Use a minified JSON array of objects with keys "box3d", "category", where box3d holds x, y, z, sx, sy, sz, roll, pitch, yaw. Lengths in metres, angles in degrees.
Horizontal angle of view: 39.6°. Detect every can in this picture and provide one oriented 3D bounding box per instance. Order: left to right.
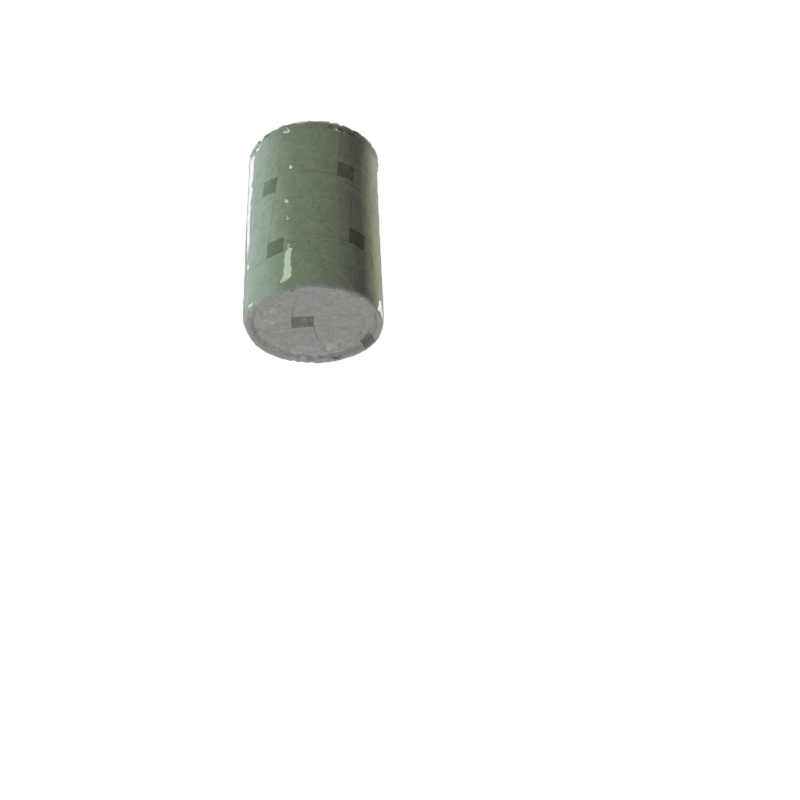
[{"box3d":[-0.043,-0.079,0.550,0.068,0.109,0.064,-1,-34,-2],"category":"can"}]
